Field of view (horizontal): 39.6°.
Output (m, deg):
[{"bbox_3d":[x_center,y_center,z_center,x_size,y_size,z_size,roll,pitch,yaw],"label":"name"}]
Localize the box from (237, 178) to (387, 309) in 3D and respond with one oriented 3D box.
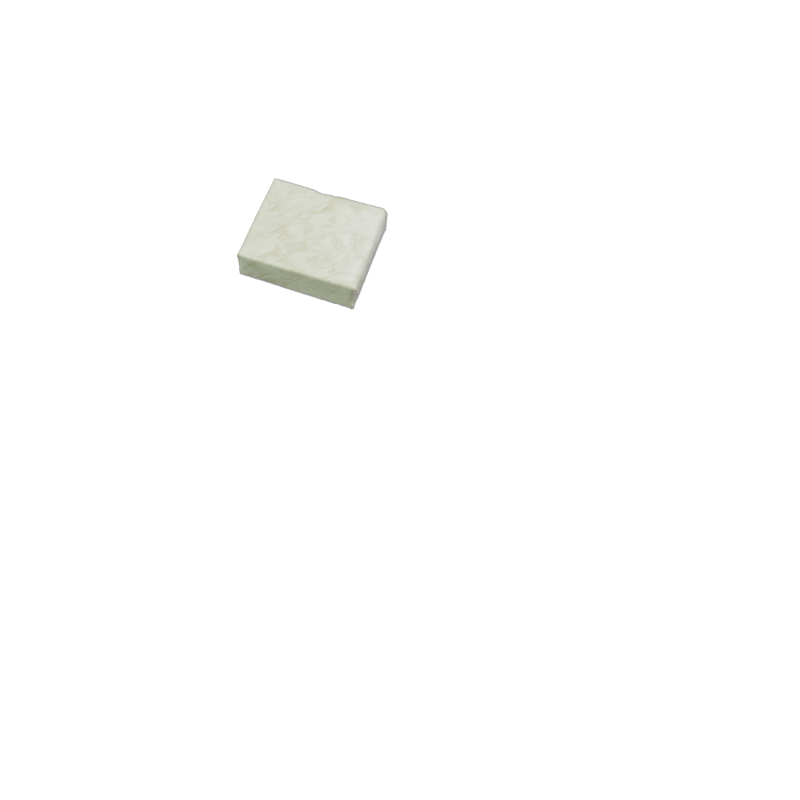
[{"bbox_3d":[-0.062,-0.113,0.791,0.091,0.076,0.028,16,-31,10],"label":"box"}]
